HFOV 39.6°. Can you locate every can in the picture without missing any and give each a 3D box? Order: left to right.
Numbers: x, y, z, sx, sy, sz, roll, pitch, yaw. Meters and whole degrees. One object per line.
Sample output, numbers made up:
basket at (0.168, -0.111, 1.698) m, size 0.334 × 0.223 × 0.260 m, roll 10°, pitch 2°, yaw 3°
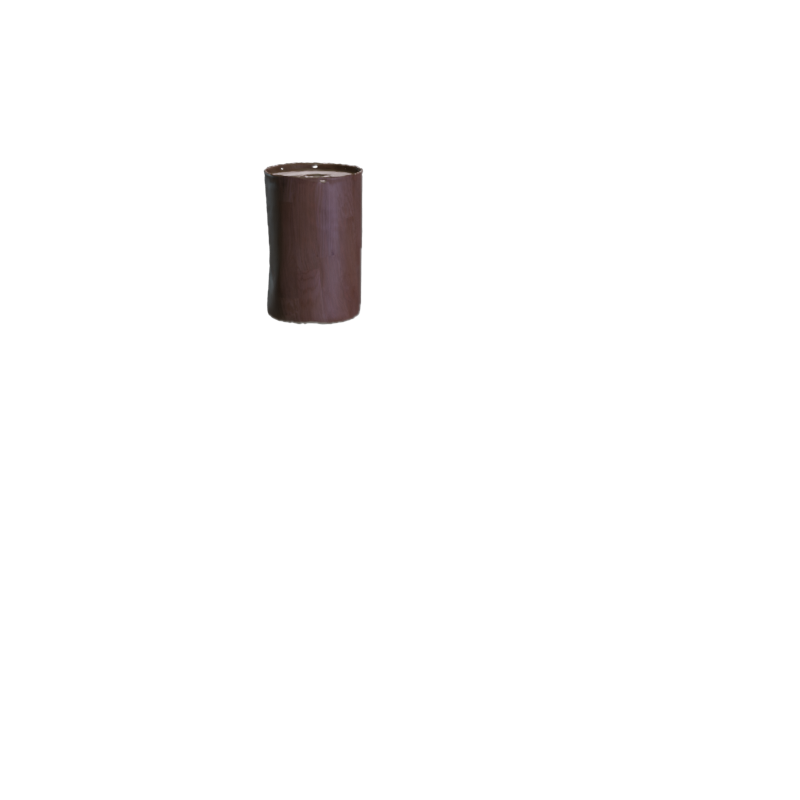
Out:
can at (-0.060, -0.110, 0.767) m, size 0.068 × 0.099 × 0.071 m, roll 0°, pitch 15°, yaw -2°
